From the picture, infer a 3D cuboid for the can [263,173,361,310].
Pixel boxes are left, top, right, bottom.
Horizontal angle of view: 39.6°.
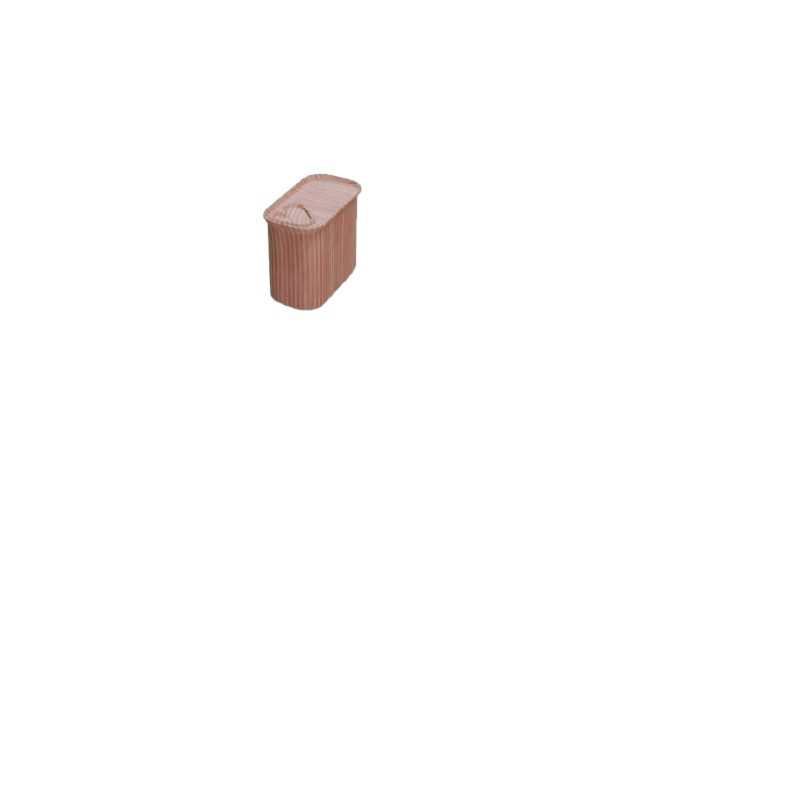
[{"bbox_3d":[-0.076,-0.139,0.974,0.060,0.079,0.105,15,36,19],"label":"can"}]
